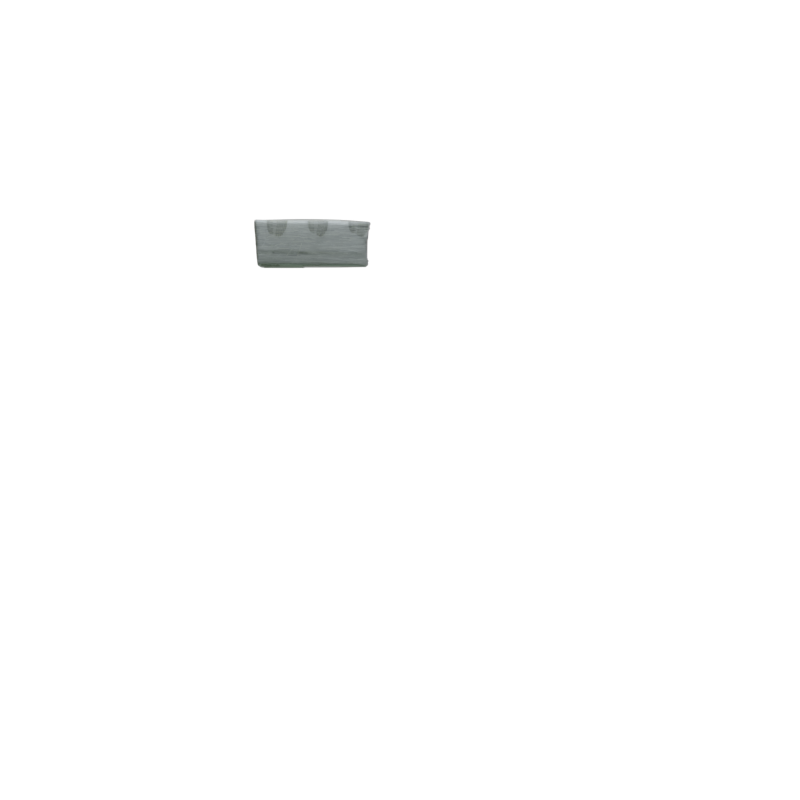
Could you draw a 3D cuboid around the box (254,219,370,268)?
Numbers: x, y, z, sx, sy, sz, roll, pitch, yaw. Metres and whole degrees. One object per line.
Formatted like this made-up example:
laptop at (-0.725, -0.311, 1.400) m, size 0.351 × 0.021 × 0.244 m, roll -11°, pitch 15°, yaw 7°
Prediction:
box at (-0.070, -0.128, 0.898) m, size 0.090 × 0.038 × 0.115 m, roll 0°, pitch 10°, yaw -2°
